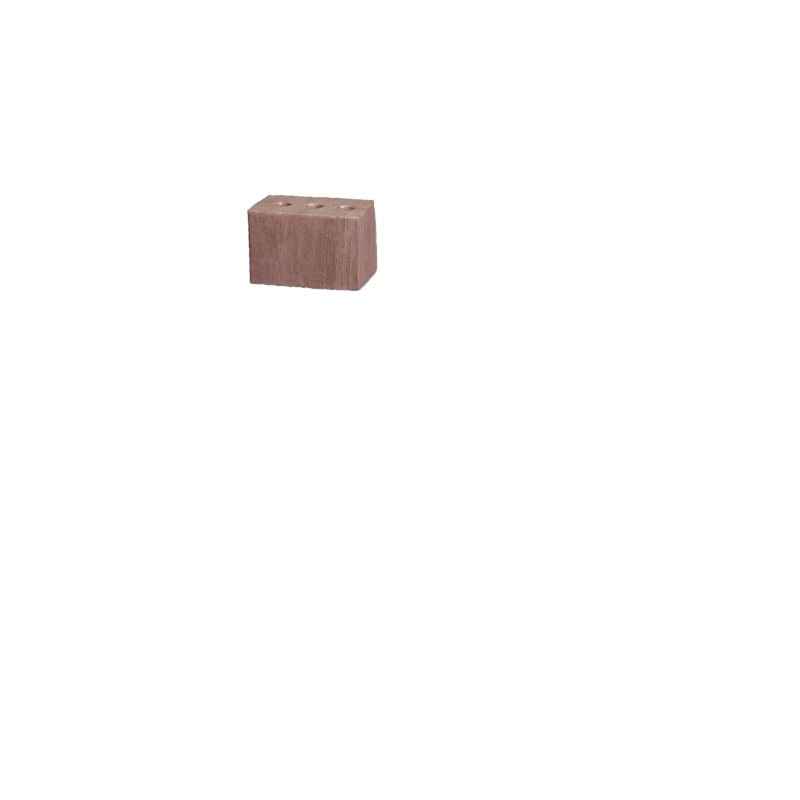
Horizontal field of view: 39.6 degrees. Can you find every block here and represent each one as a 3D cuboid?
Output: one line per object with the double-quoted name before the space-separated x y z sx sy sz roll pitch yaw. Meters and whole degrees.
"block" -0.058 -0.106 0.742 0.079 0.049 0.054 5 18 12
